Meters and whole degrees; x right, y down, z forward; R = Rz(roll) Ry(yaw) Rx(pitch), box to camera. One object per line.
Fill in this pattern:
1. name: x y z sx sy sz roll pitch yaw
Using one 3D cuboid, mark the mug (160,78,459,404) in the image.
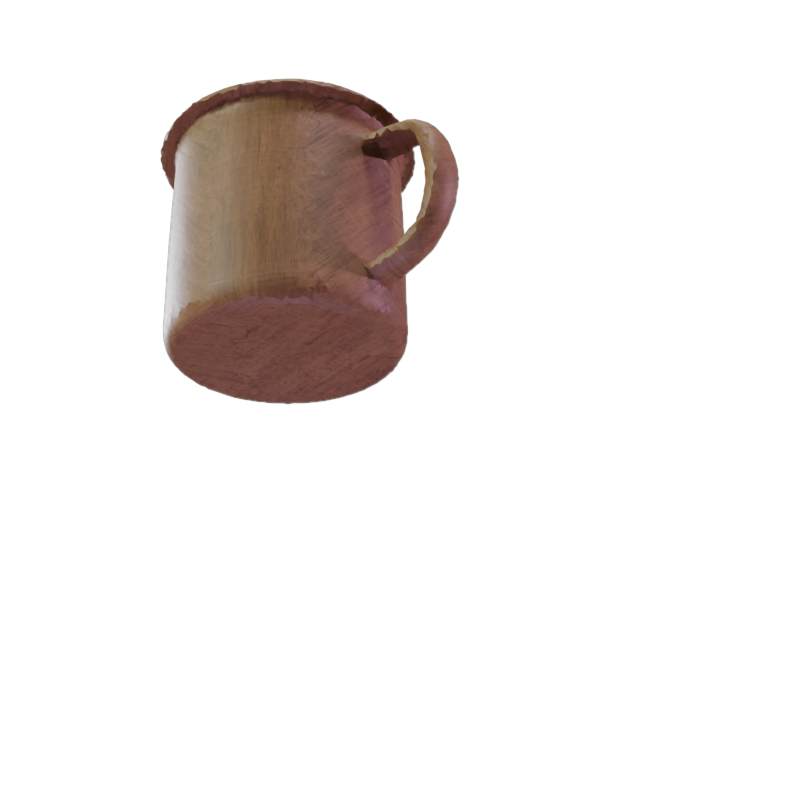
1. mug: -0.030 -0.054 0.380 0.118 0.087 0.087 -20 -34 32
